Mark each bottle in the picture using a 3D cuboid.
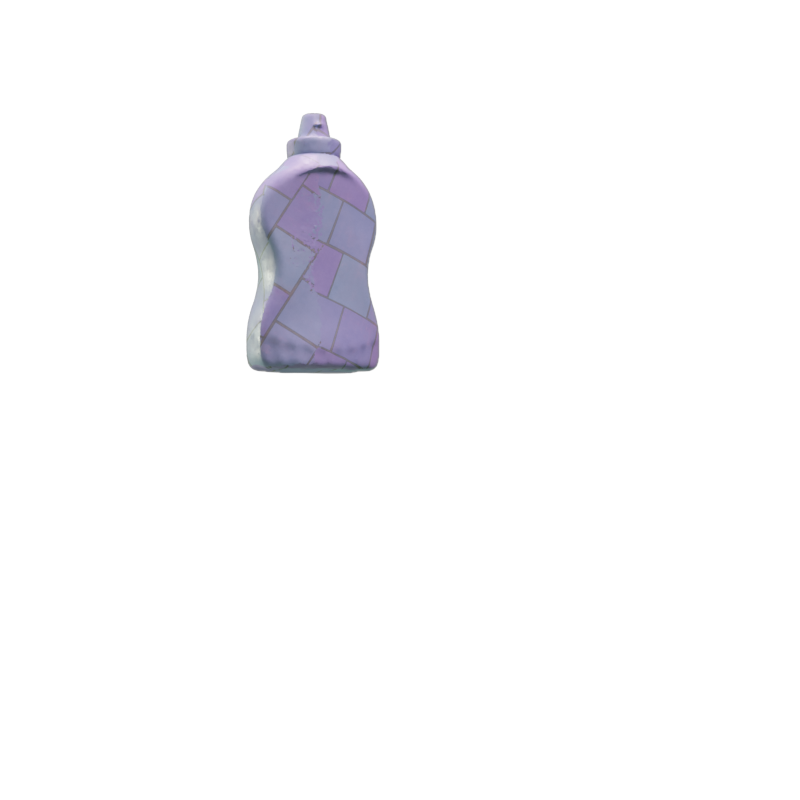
[{"bbox_3d":[-0.064,-0.117,0.819,0.093,0.196,0.059,3,-9,-23],"label":"bottle"}]
